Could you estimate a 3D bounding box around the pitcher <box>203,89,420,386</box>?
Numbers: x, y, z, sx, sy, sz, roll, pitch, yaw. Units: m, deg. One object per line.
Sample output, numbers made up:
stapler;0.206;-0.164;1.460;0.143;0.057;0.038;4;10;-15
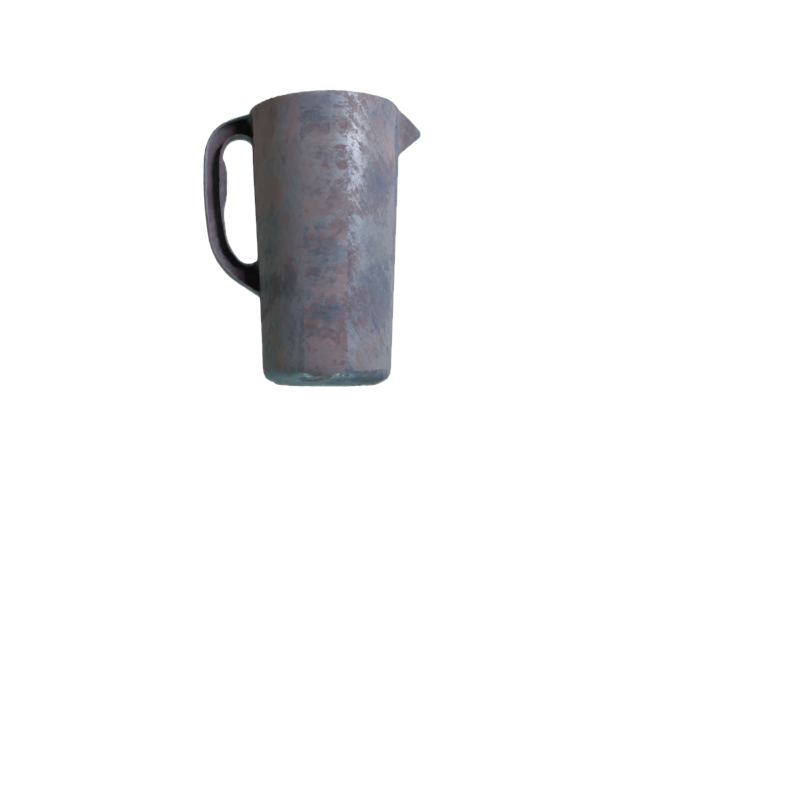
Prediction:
pitcher;-0.074;-0.136;0.951;0.153;0.249;0.138;-7;-10;38
